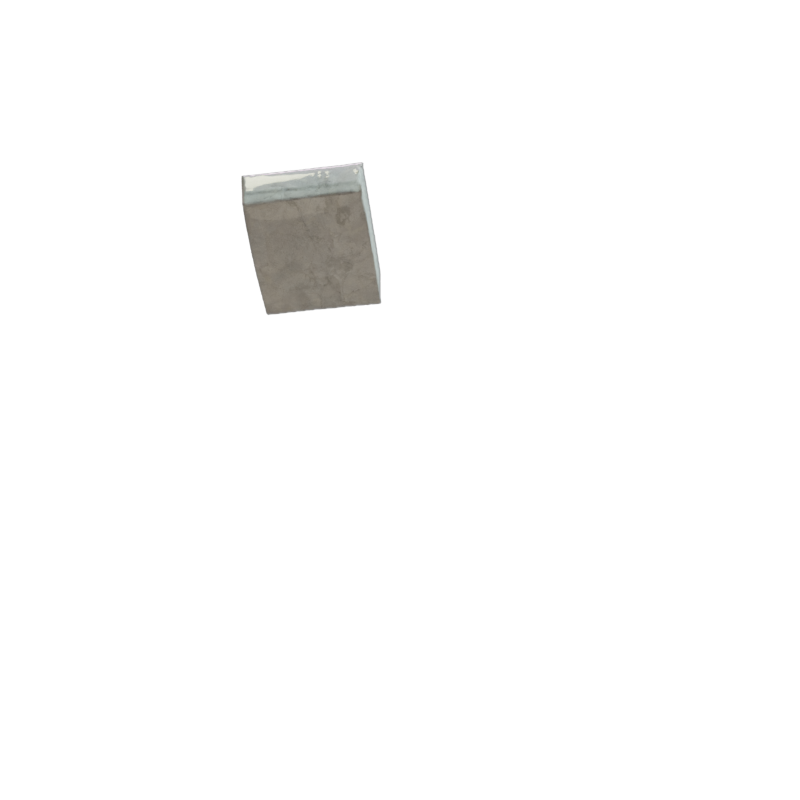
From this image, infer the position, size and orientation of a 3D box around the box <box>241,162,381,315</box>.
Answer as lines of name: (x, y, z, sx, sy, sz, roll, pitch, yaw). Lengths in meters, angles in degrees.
box: (-0.064, -0.116, 0.816, 0.090, 0.042, 0.105, -5, -45, 5)
